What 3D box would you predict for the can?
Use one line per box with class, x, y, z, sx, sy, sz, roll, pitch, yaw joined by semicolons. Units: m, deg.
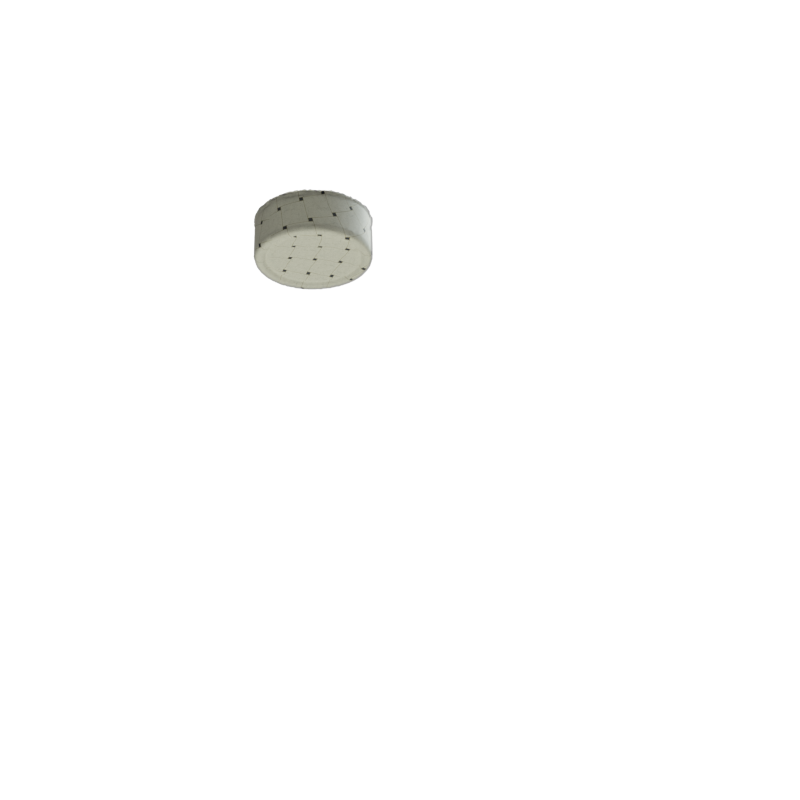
can;-0.062;-0.113;0.793;0.086;0.036;0.081;1;-26;-2
